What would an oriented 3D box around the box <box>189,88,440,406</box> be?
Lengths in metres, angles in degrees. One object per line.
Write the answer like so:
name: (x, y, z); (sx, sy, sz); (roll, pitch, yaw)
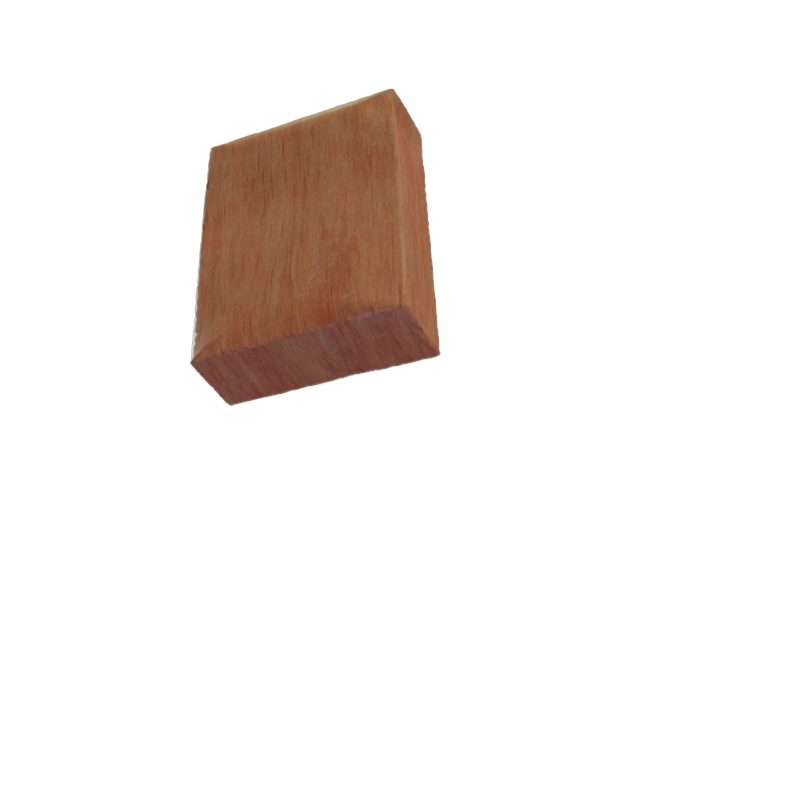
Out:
box: (-0.064, -0.117, 0.823); (0.166, 0.229, 0.066); (-15, -38, 17)
